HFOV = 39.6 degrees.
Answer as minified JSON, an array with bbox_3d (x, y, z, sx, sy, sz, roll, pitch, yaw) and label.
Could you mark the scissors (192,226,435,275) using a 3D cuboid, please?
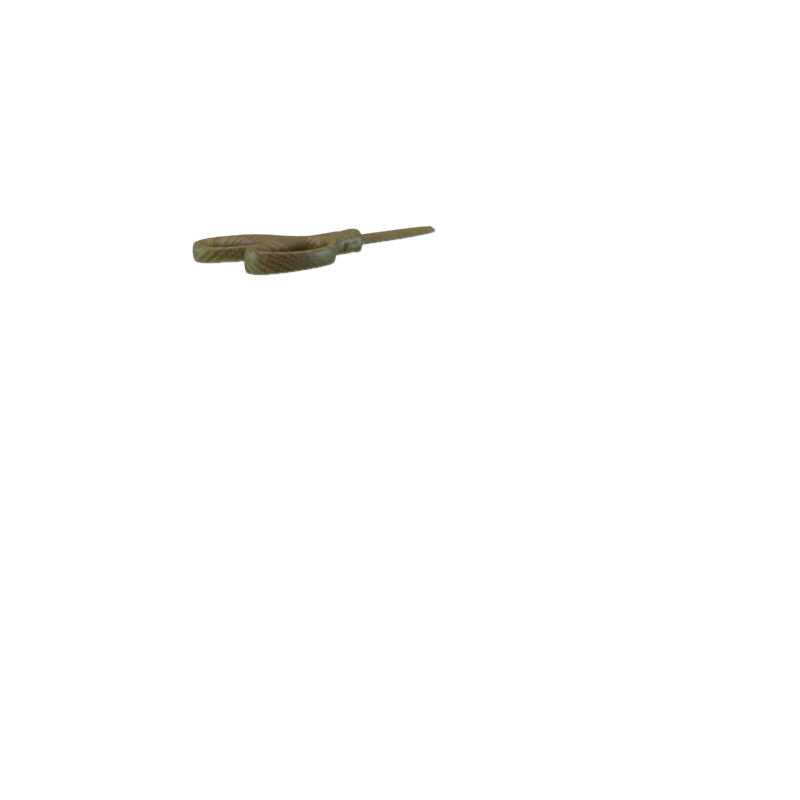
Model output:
[{"bbox_3d":[-0.055,-0.100,0.702,0.099,0.015,0.200,6,16,21],"label":"scissors"}]
